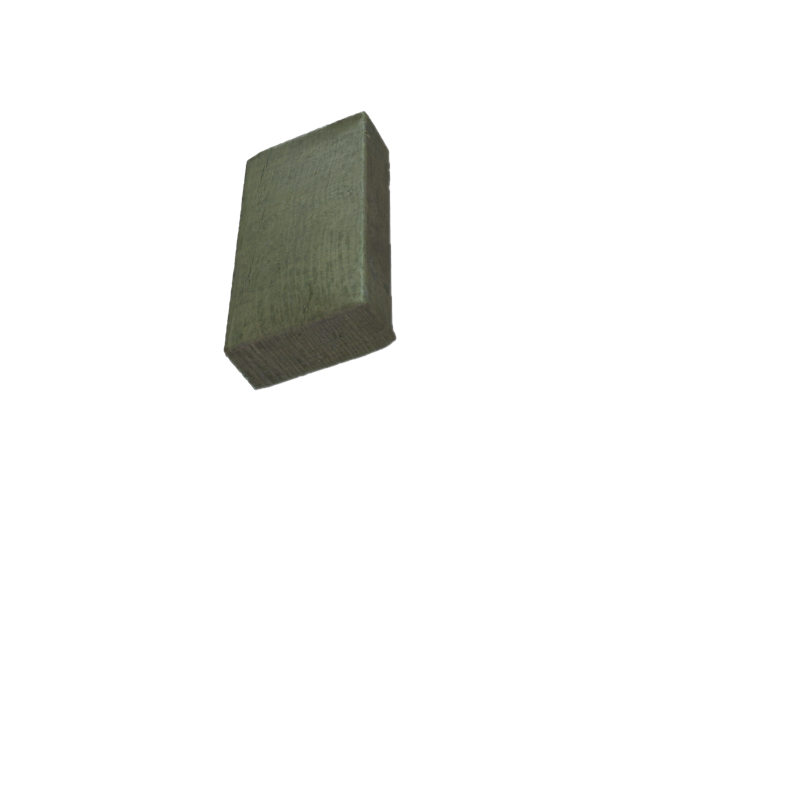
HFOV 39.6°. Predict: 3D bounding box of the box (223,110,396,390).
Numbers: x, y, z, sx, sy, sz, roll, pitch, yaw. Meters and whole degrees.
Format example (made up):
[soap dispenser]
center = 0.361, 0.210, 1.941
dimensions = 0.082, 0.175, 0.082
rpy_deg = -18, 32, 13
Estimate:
[box]
center = -0.054, -0.097, 0.681
dimensions = 0.094, 0.189, 0.044
rpy_deg = -19, -44, 17
